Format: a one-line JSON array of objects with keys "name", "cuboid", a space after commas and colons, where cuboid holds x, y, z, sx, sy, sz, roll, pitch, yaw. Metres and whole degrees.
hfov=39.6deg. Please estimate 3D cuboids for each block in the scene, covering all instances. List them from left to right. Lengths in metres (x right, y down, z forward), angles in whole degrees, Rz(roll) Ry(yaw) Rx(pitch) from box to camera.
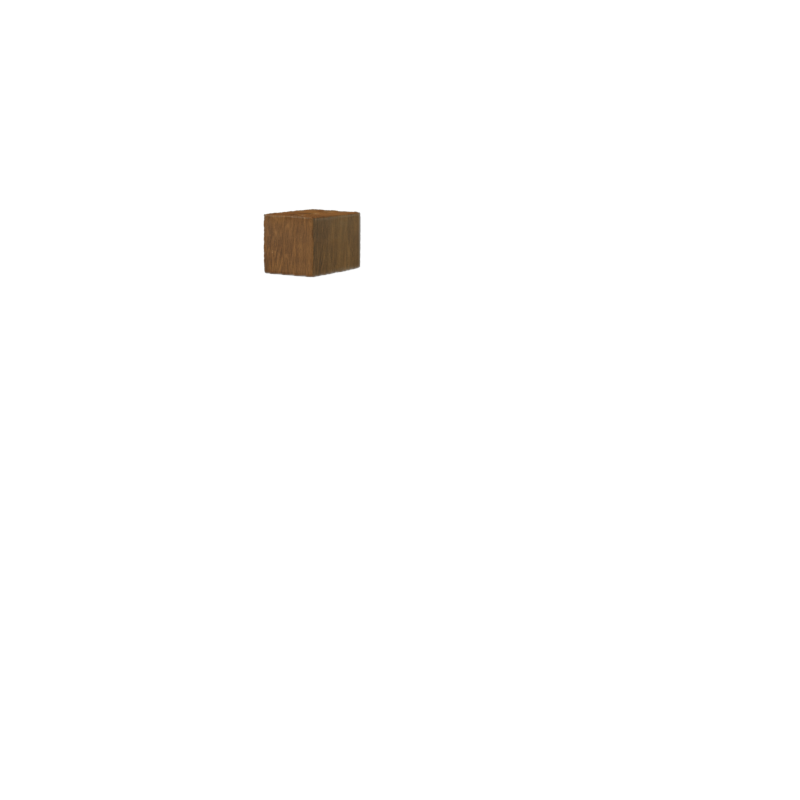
[{"name": "block", "cuboid": [-0.075, -0.137, 0.960, 0.055, 0.050, 0.076, 6, 13, 30]}]
